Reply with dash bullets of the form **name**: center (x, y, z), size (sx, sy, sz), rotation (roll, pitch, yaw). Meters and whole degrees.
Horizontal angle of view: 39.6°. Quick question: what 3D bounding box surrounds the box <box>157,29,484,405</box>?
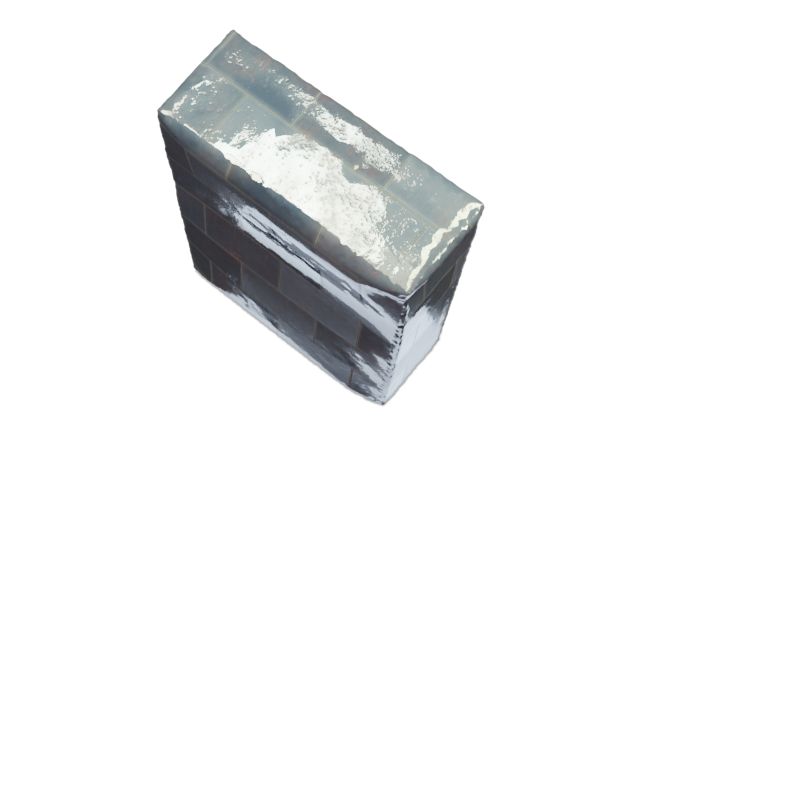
- **box**: center (-0.050, -0.092, 0.642), size (0.169, 0.073, 0.205), rotation (37, -15, 9)
